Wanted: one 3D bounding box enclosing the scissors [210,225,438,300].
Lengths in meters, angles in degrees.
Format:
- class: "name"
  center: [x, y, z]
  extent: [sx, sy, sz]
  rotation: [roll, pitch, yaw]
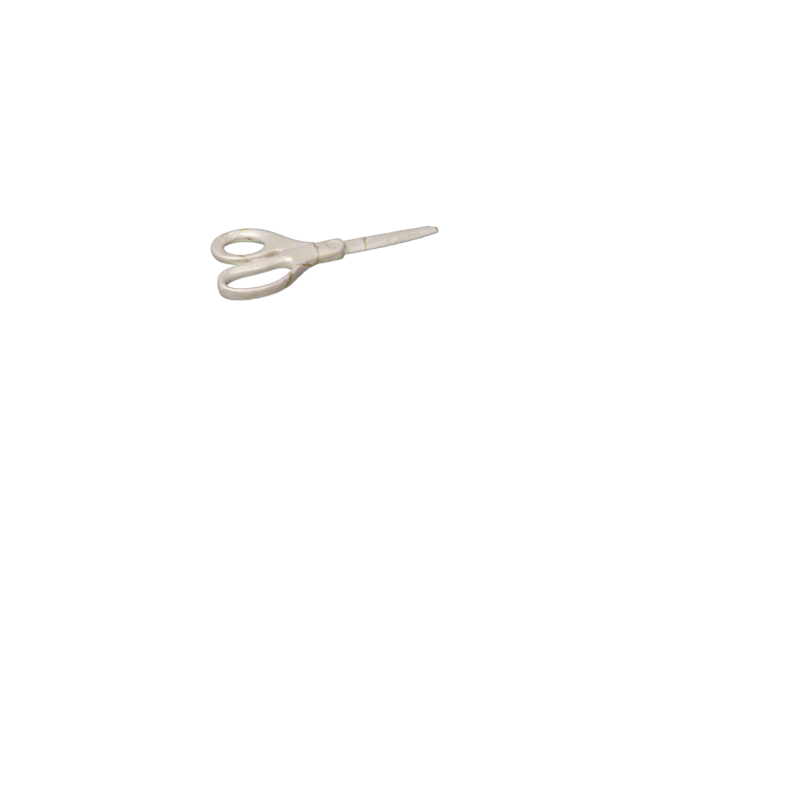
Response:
- class: "scissors"
  center: [-0.075, -0.136, 0.954]
  extent: [0.200, 0.015, 0.104]
  rotation: [-25, 47, -27]
